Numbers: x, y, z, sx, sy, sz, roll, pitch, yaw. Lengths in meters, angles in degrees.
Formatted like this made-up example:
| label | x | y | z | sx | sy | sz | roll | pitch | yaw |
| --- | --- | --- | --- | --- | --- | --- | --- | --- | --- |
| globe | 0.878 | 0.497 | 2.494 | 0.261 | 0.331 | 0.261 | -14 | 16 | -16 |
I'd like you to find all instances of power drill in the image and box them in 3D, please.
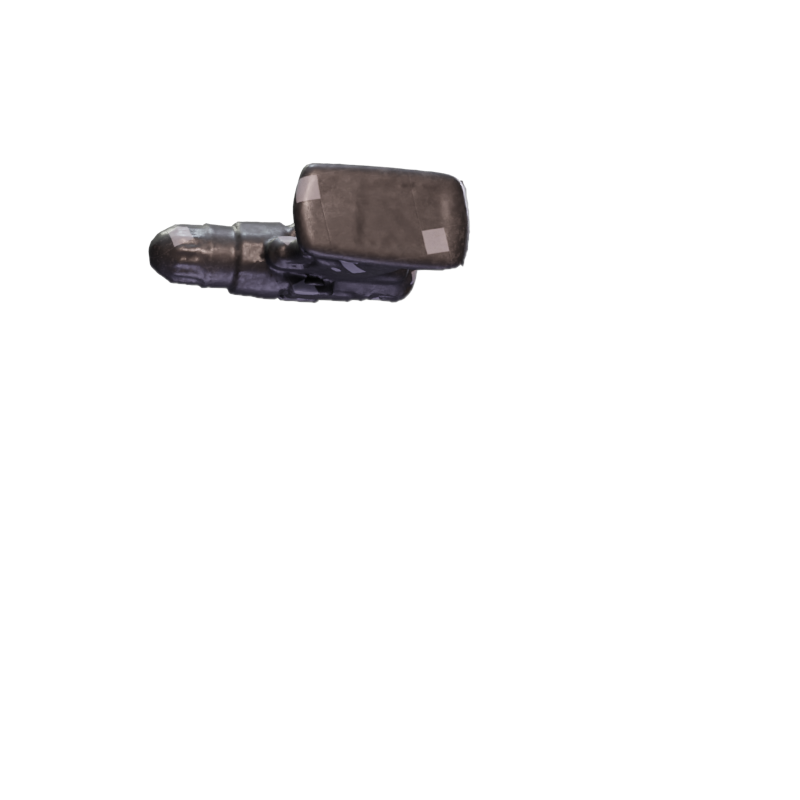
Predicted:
| label | x | y | z | sx | sy | sz | roll | pitch | yaw |
| --- | --- | --- | --- | --- | --- | --- | --- | --- | --- |
| power drill | -0.054 | -0.098 | 0.690 | 0.180 | 0.058 | 0.189 | 1 | -3 | -19 |
